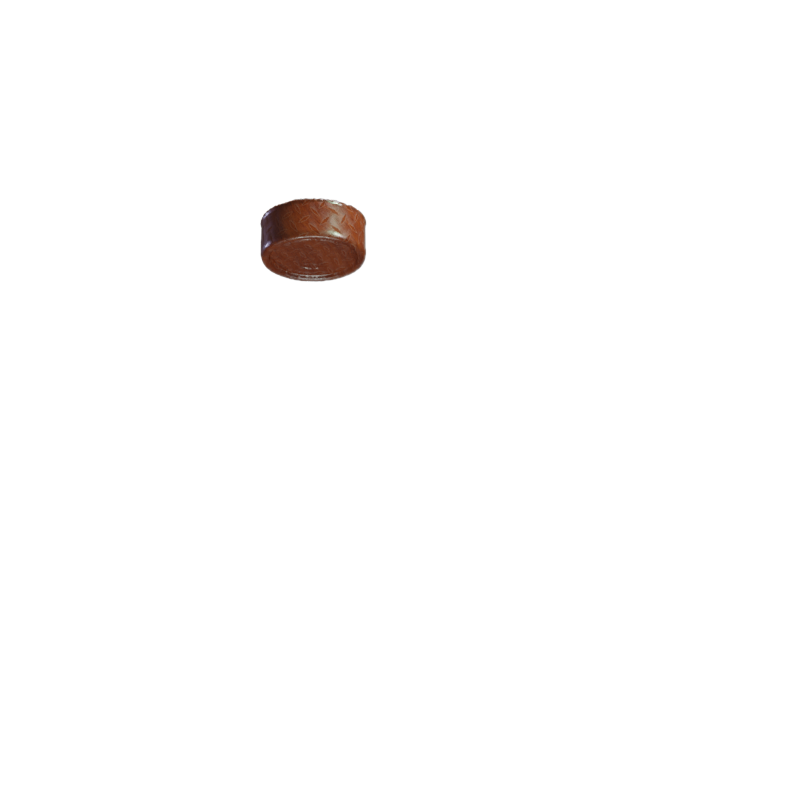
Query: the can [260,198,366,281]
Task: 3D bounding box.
[{"bbox_3d":[-0.070,-0.127,0.893,0.086,0.035,0.081,0,-21,-2],"label":"can"}]
